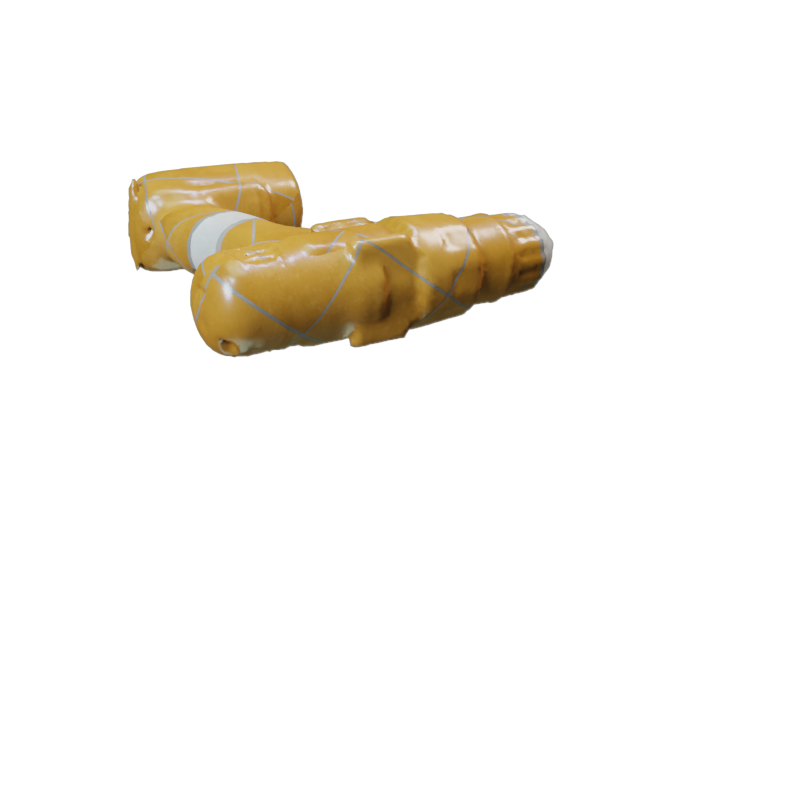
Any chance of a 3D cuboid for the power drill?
[{"bbox_3d":[-0.044,-0.080,0.561,0.180,0.055,0.199,-12,23,-30],"label":"power drill"}]
